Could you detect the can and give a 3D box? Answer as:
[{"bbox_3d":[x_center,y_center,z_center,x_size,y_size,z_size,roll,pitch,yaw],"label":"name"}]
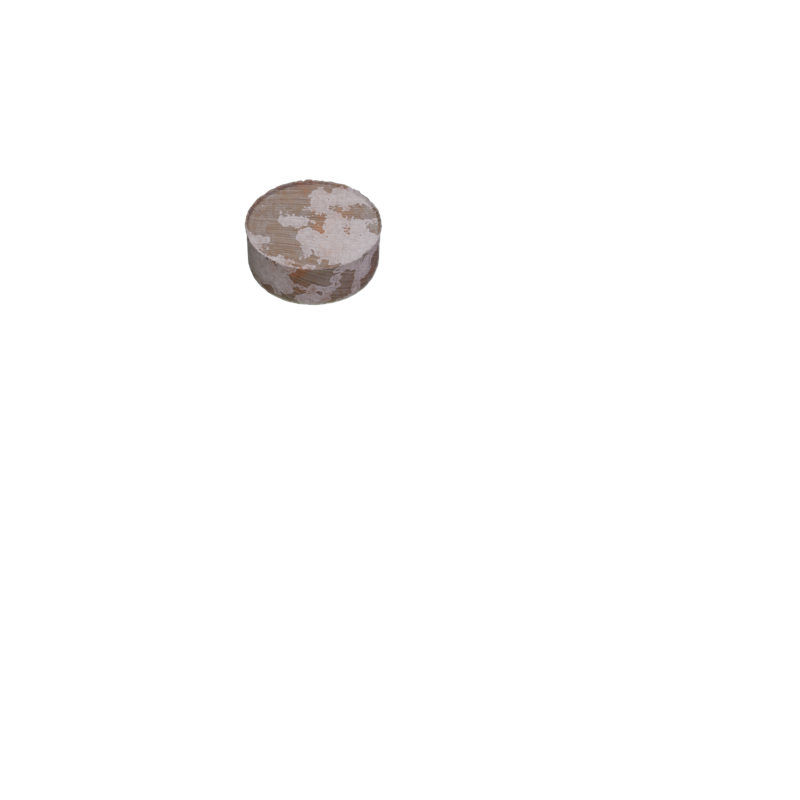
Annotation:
[{"bbox_3d":[-0.055,-0.101,0.704,0.086,0.092,0.031,-1,-44,-1],"label":"can"}]
